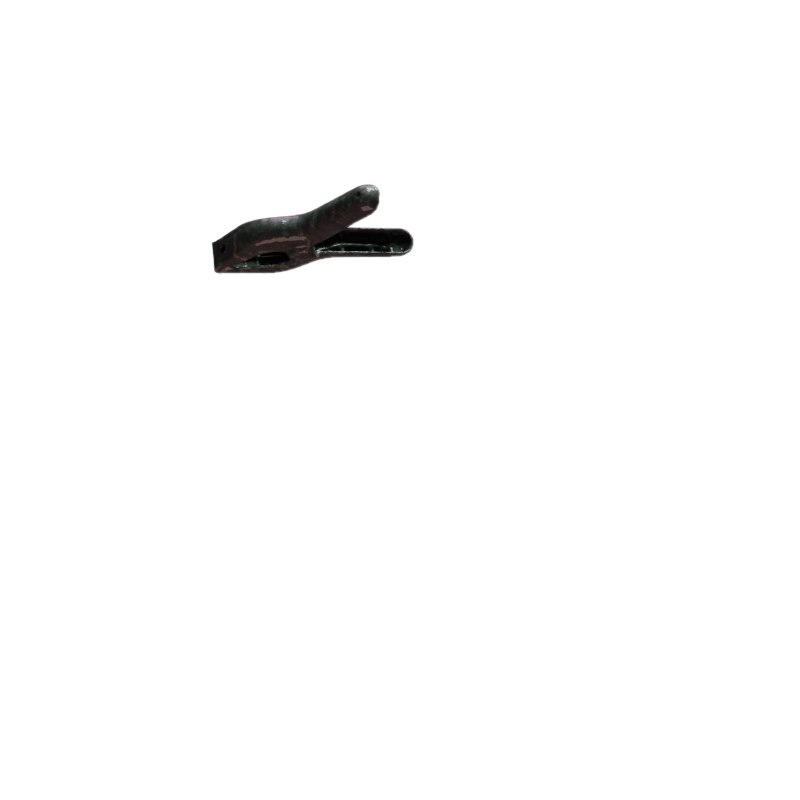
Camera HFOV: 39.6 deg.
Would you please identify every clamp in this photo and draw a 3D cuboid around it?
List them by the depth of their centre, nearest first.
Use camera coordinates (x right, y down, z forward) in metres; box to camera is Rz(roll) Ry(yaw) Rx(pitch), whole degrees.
[{"bbox_3d":[-0.074,-0.135,0.945,0.174,0.041,0.112,-10,-23,24],"label":"clamp"}]
